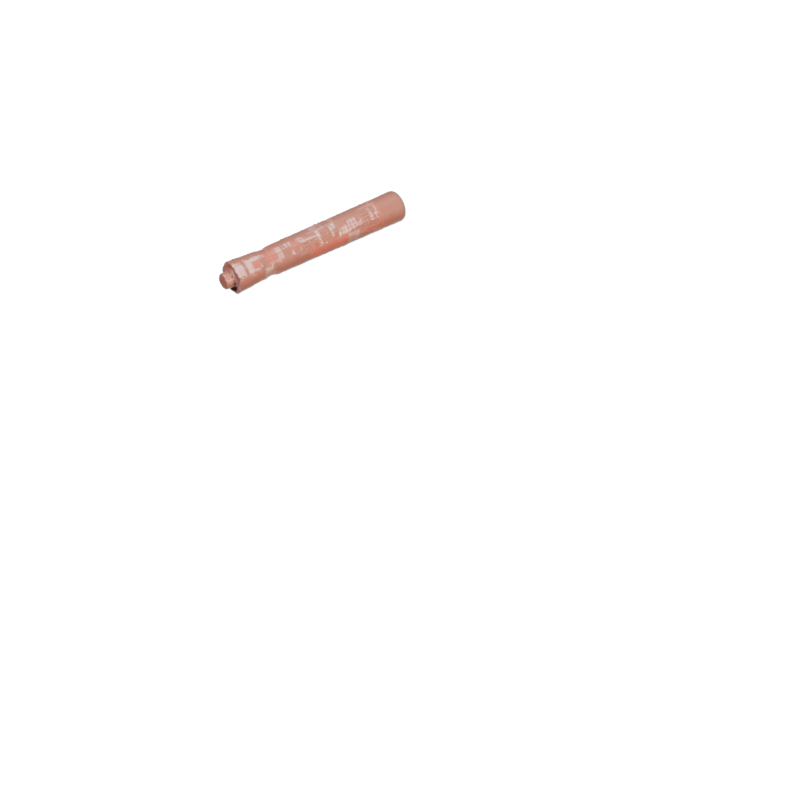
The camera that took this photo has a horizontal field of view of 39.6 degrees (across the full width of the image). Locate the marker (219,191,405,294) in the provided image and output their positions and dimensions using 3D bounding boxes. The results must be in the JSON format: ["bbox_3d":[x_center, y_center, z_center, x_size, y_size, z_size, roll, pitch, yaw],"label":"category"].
[{"bbox_3d":[-0.049,-0.090,0.628,0.120,0.019,0.020,-28,18,-27],"label":"marker"}]
